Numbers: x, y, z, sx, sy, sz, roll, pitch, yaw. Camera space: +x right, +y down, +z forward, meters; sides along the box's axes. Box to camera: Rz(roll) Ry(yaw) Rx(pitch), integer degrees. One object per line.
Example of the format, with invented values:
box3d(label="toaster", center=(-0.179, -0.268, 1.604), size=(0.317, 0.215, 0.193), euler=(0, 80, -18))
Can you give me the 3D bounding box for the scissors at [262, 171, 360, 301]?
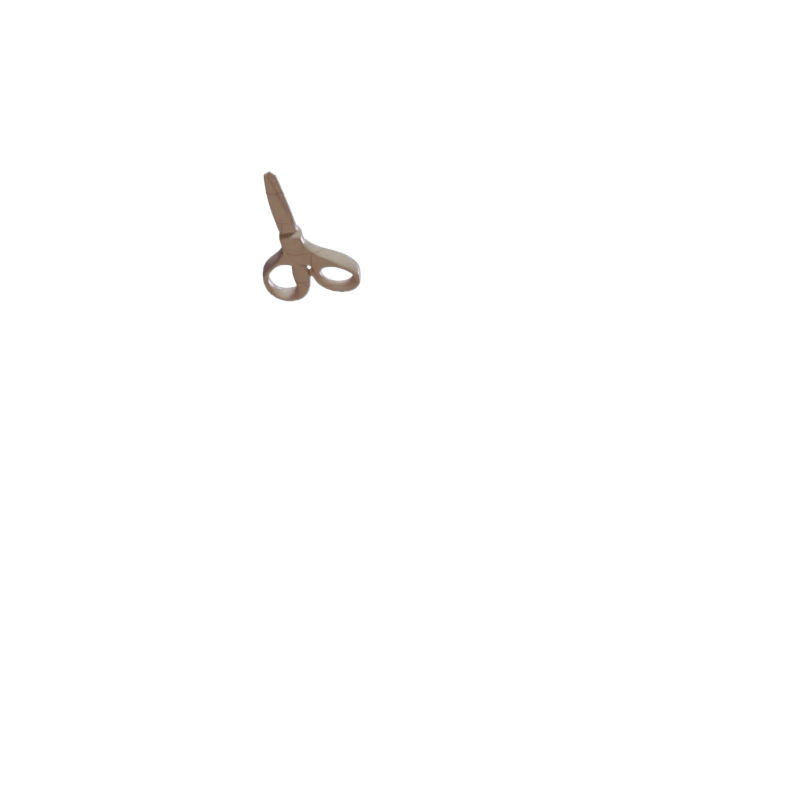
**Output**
box3d(label="scissors", center=(-0.073, -0.133, 0.932), size=(0.095, 0.017, 0.192), euler=(4, -23, -9))
